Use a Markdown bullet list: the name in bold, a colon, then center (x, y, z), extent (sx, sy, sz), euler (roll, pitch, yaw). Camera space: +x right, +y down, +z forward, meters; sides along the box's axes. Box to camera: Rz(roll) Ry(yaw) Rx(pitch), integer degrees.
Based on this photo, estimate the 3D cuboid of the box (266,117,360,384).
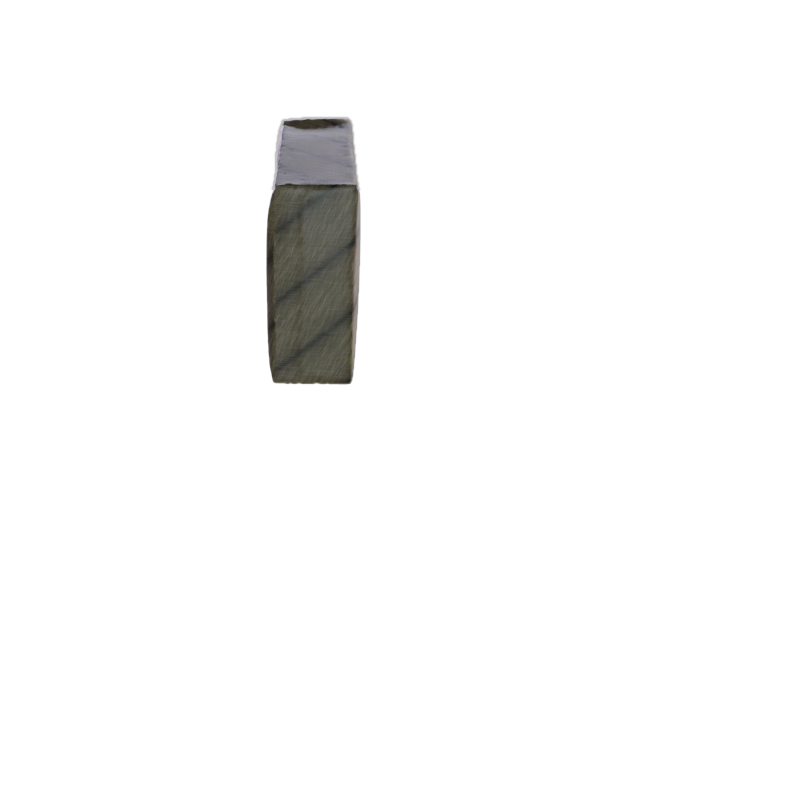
- **box**: center (-0.073, -0.133, 0.931), extent (0.072, 0.156, 0.225), euler (0, 25, -4)
